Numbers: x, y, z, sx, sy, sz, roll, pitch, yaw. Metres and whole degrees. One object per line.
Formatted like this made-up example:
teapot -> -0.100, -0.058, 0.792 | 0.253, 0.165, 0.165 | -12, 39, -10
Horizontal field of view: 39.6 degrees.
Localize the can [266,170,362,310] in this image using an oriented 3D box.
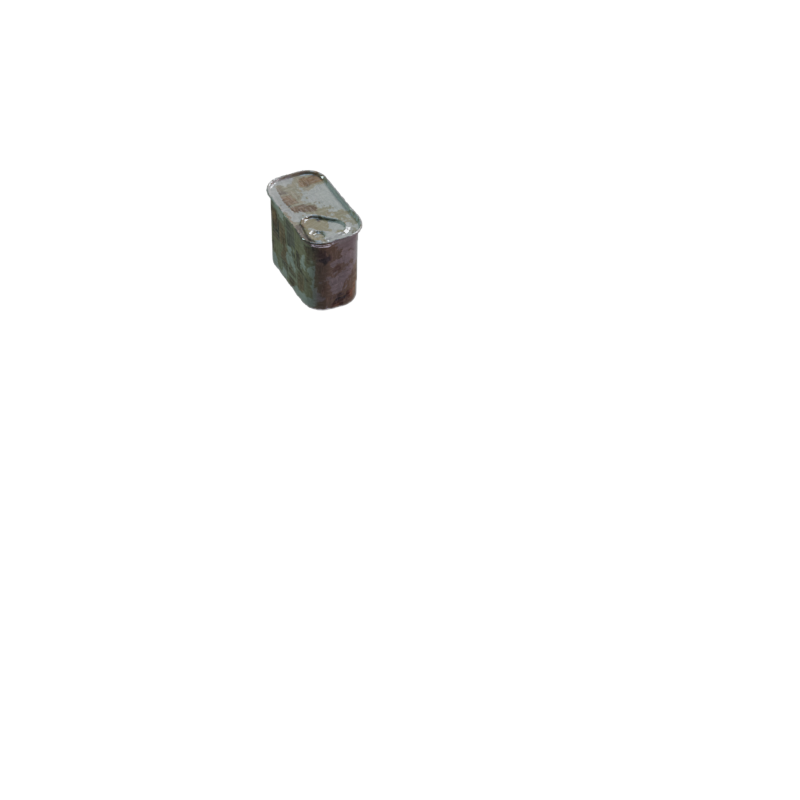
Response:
can -> -0.077, -0.141, 0.989 | 0.057, 0.078, 0.110 | -19, 47, -21
